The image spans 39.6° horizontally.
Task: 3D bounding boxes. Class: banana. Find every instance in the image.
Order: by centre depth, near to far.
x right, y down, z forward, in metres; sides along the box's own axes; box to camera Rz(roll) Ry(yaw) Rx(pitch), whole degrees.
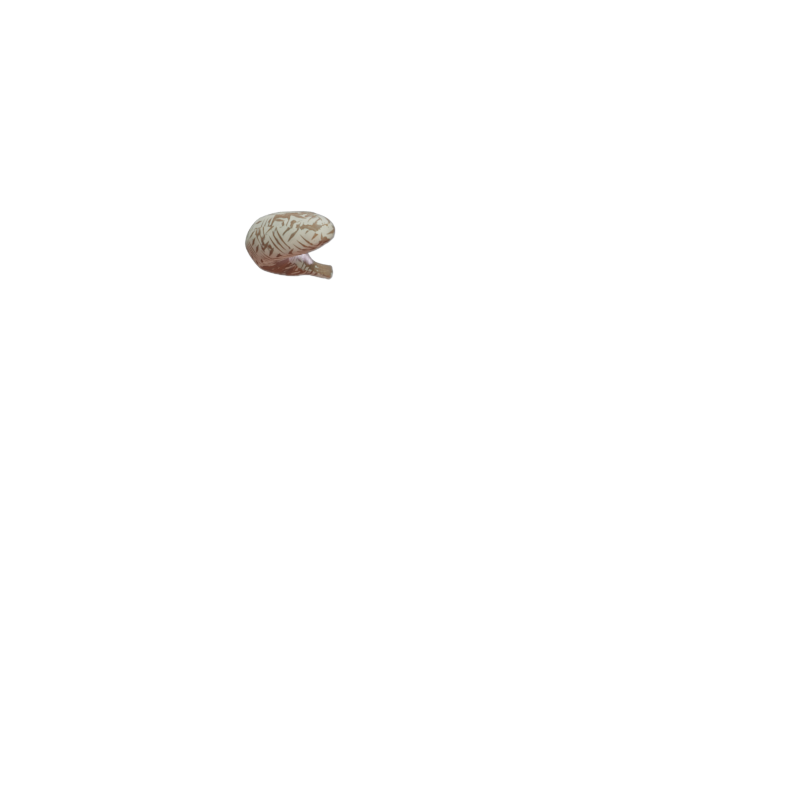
[{"bbox_3d":[-0.085,-0.120,0.848,0.069,0.037,0.196,0,0,-3],"label":"banana"}]
